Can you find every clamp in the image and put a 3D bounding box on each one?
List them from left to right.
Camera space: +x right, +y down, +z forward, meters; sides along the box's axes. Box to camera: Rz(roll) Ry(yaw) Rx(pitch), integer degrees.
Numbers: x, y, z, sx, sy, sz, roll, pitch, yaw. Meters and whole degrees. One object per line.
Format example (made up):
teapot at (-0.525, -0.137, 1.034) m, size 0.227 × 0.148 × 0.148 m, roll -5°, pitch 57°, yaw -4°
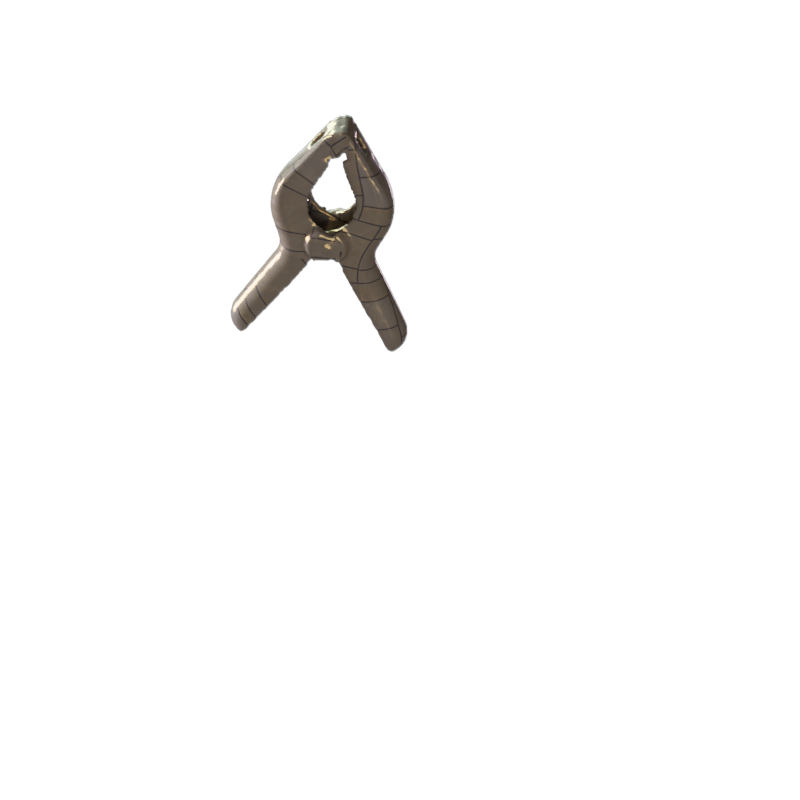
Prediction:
clamp at (-0.057, -0.104, 0.725) m, size 0.120 × 0.161 × 0.042 m, roll -2°, pitch 32°, yaw 1°
